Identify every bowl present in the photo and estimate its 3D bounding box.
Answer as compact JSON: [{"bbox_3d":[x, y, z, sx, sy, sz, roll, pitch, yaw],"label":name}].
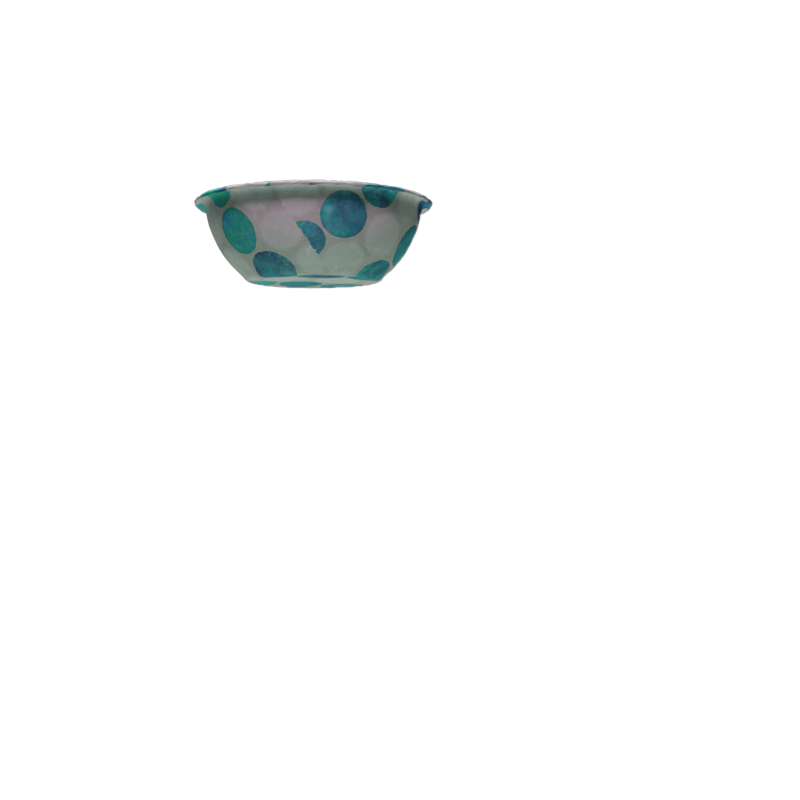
[{"bbox_3d":[-0.059,-0.107,0.752,0.162,0.056,0.161,0,-1,-2],"label":"bowl"}]
